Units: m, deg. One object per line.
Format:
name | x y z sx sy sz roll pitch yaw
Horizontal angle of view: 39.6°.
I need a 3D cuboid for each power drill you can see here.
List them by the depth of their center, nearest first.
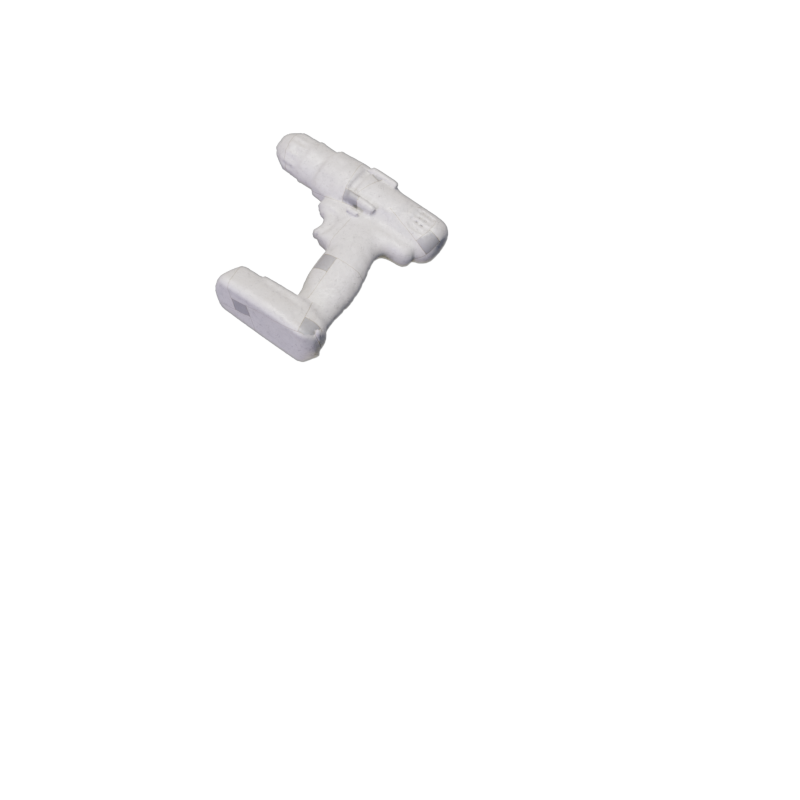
power drill | -0.077 -0.141 0.989 0.192 0.191 0.054 33 -24 17
